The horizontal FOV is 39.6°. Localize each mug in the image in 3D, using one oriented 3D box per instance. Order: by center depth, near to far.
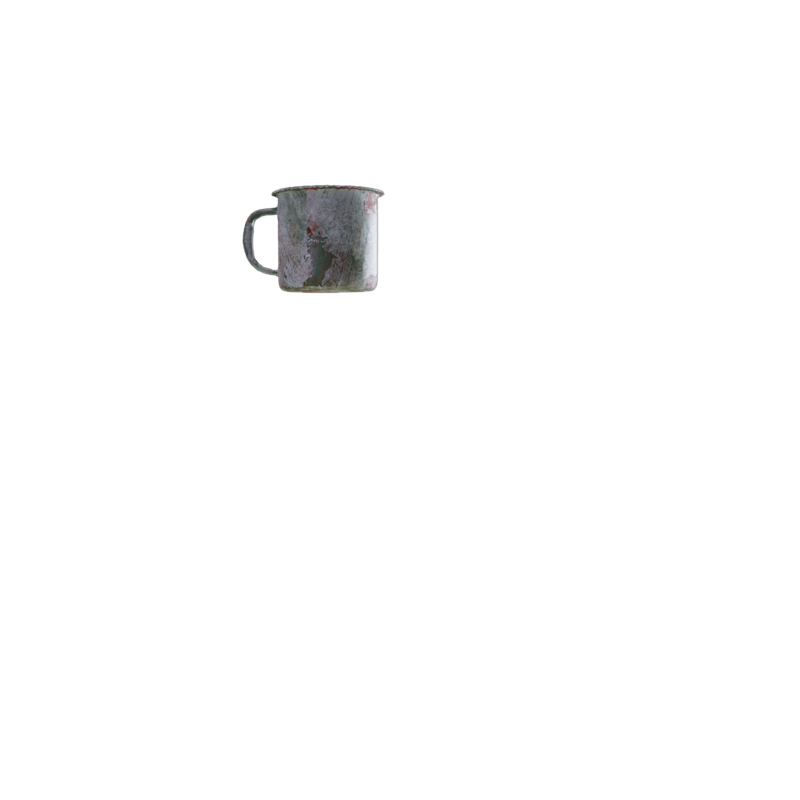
[{"bbox_3d":[-0.071,-0.130,0.907,0.118,0.082,0.092,0,0,2],"label":"mug"}]
